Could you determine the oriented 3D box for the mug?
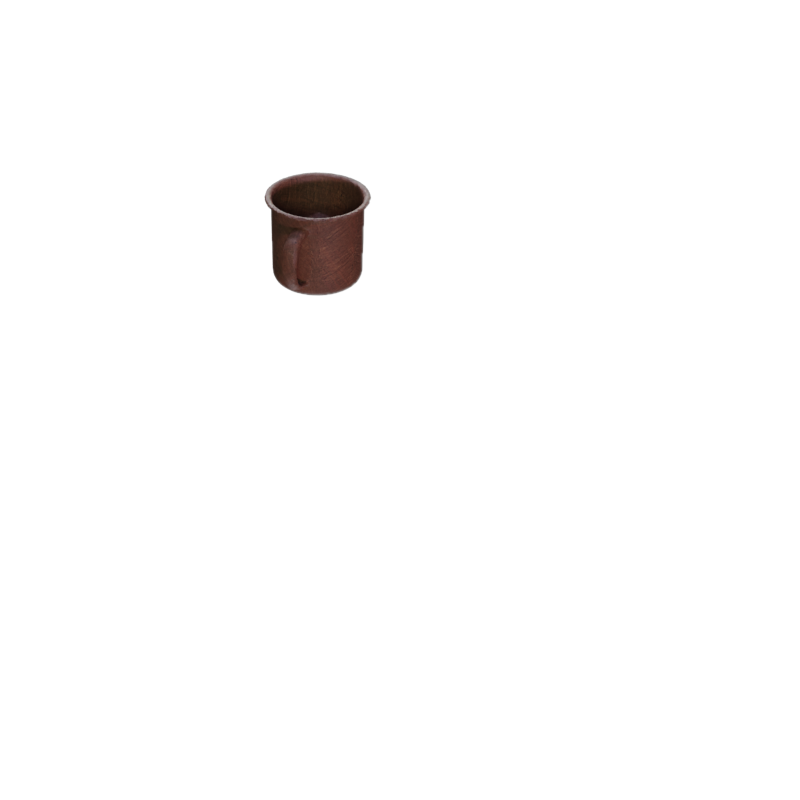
[{"bbox_3d":[-0.077,-0.140,0.978,0.095,0.076,0.122,10,35,12],"label":"mug"}]
